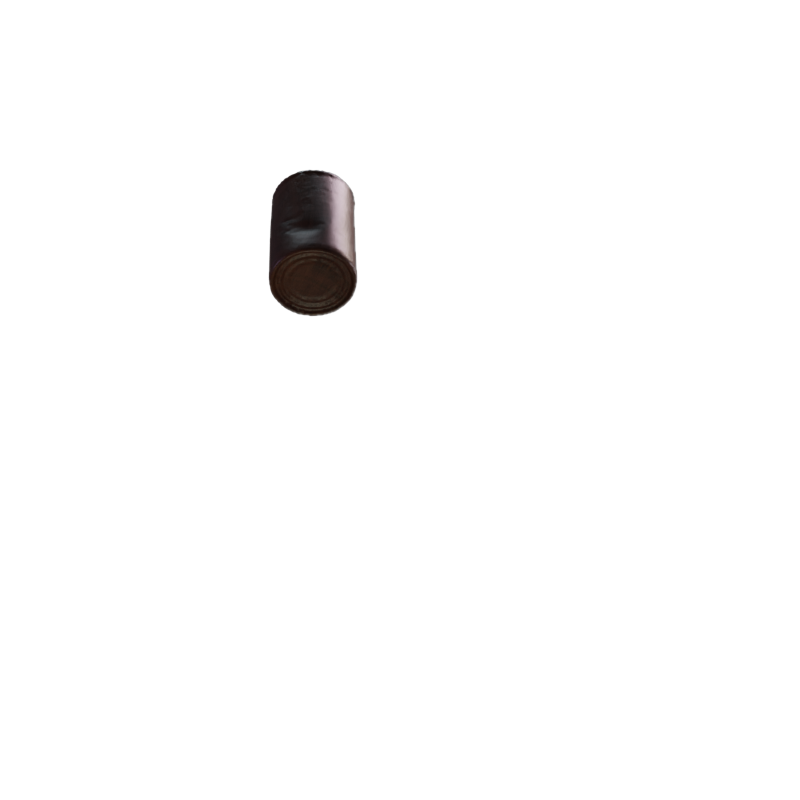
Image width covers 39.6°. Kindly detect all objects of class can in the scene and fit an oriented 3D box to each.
[{"bbox_3d":[-0.068,-0.123,0.863,0.068,0.064,0.110,-1,42,-3],"label":"can"}]
